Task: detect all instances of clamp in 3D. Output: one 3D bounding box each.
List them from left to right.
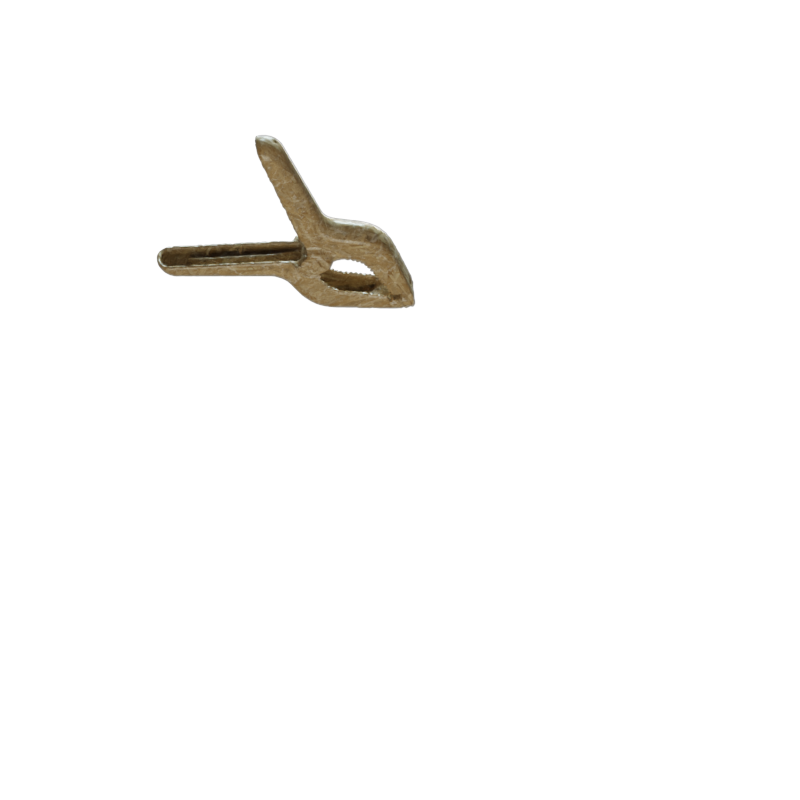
[{"bbox_3d":[-0.070,-0.127,0.889,0.202,0.039,0.160,18,-41,-22],"label":"clamp"}]
